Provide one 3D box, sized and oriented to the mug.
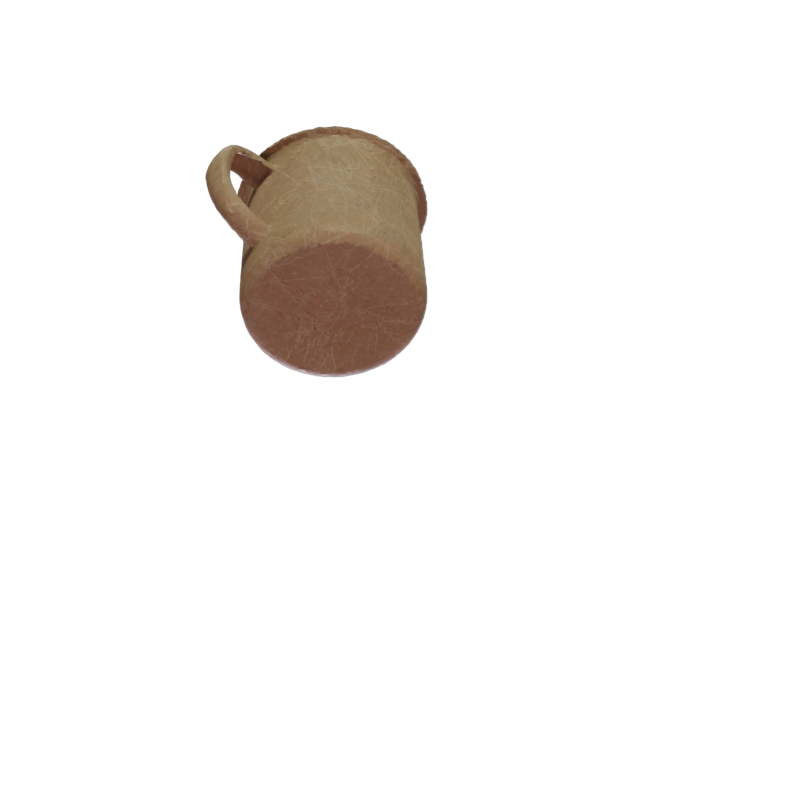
[{"bbox_3d":[-0.039,-0.072,0.501,0.092,0.087,0.111,-39,-61,24],"label":"mug"}]
